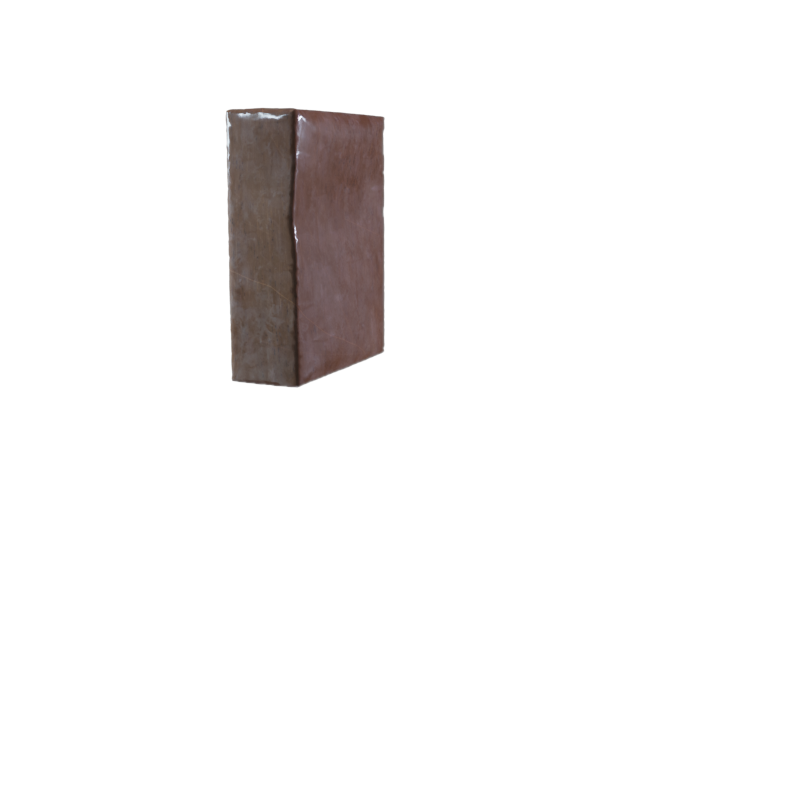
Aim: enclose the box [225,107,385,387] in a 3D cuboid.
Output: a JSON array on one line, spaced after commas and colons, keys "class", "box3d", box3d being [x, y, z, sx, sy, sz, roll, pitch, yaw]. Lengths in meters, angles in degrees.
[{"class": "box", "box3d": [-0.072, -0.131, 0.916, 0.074, 0.211, 0.161, 3, 8, 25]}]
